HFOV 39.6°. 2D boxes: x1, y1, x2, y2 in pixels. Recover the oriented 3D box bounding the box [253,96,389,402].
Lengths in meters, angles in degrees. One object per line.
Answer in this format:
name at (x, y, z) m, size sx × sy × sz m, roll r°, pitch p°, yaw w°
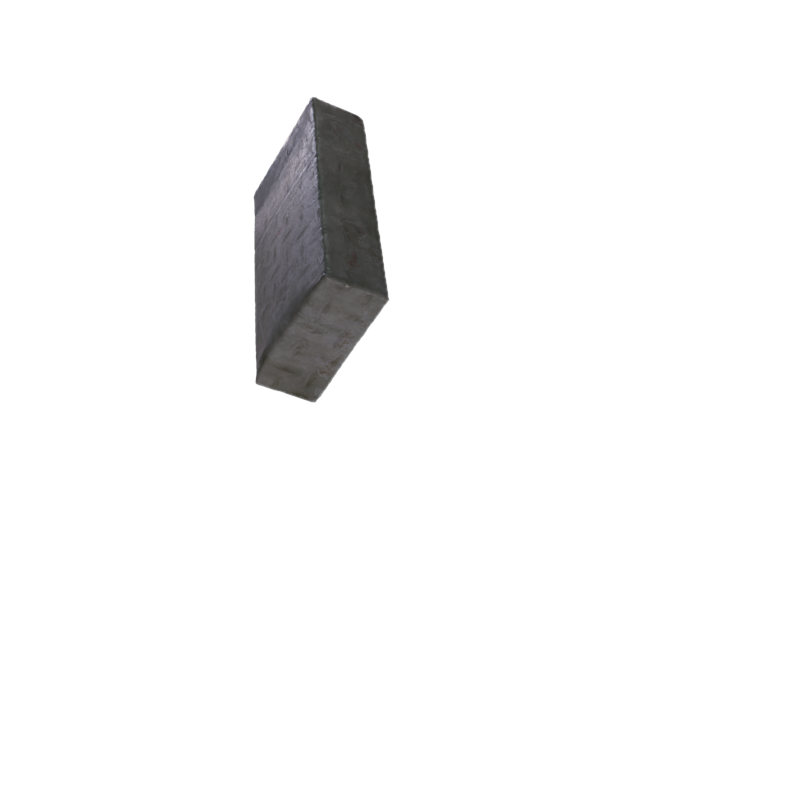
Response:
box at (-0.052, -0.096, 0.671) m, size 0.046 × 0.189 × 0.090 m, roll 21°, pitch -51°, yaw -22°
